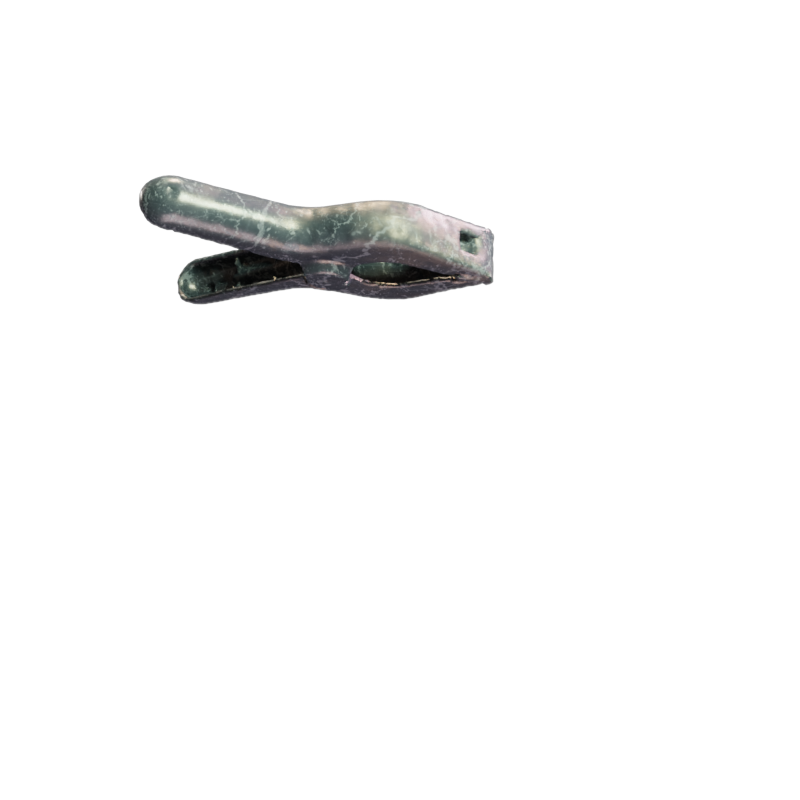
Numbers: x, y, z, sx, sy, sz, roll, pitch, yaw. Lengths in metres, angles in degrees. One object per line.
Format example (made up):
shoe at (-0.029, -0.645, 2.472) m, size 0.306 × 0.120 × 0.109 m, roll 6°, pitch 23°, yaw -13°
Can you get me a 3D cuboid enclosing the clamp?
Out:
clamp at (-0.042, -0.077, 0.538) m, size 0.174 × 0.041 × 0.114 m, roll -2°, pitch -12°, yaw 10°
